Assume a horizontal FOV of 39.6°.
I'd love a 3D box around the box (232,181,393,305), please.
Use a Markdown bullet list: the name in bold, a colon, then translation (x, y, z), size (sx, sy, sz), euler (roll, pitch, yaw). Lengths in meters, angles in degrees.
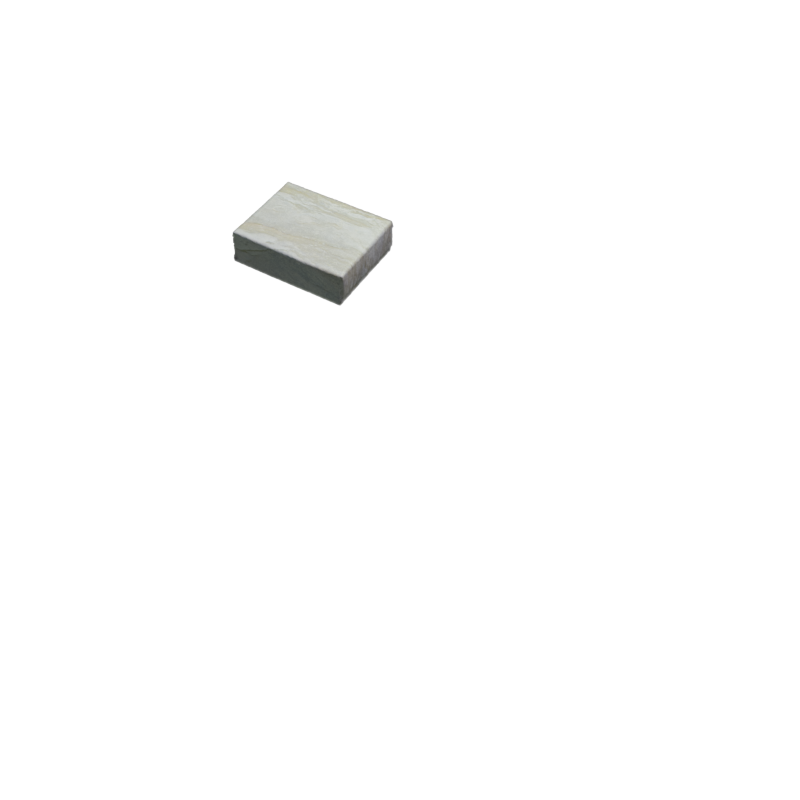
- **box**: translation (-0.076, -0.138, 0.968), size (0.119, 0.036, 0.092), euler (21, 46, 22)
